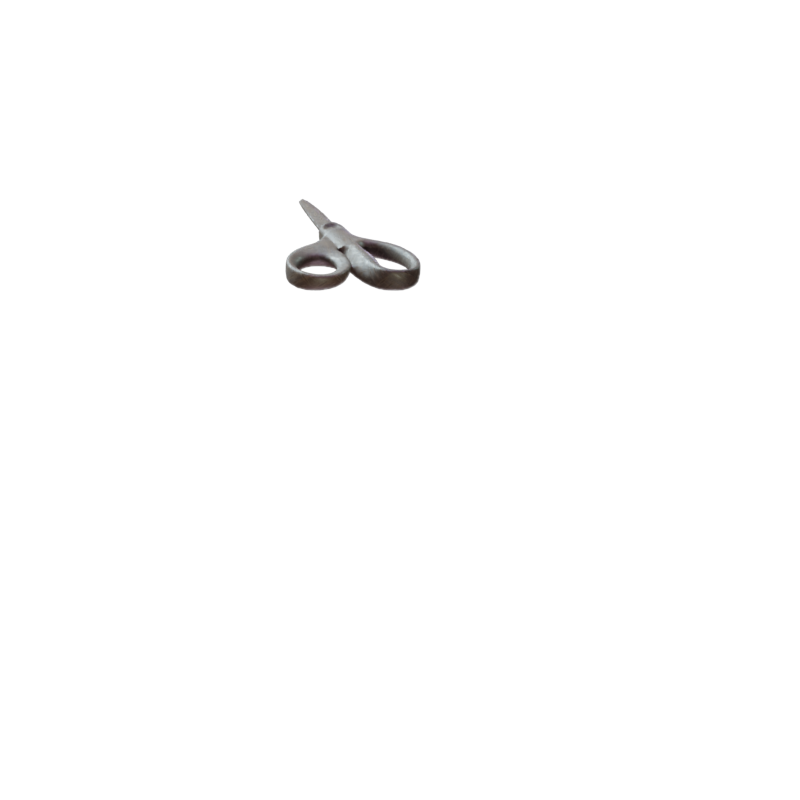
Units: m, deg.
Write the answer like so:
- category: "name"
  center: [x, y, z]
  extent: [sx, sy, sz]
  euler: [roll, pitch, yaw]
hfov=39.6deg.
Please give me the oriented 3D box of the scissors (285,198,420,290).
- category: "scissors"
  center: [-0.061, -0.112, 0.784]
  extent: [0.094, 0.015, 0.215]
  euler: [-13, 27, -28]
